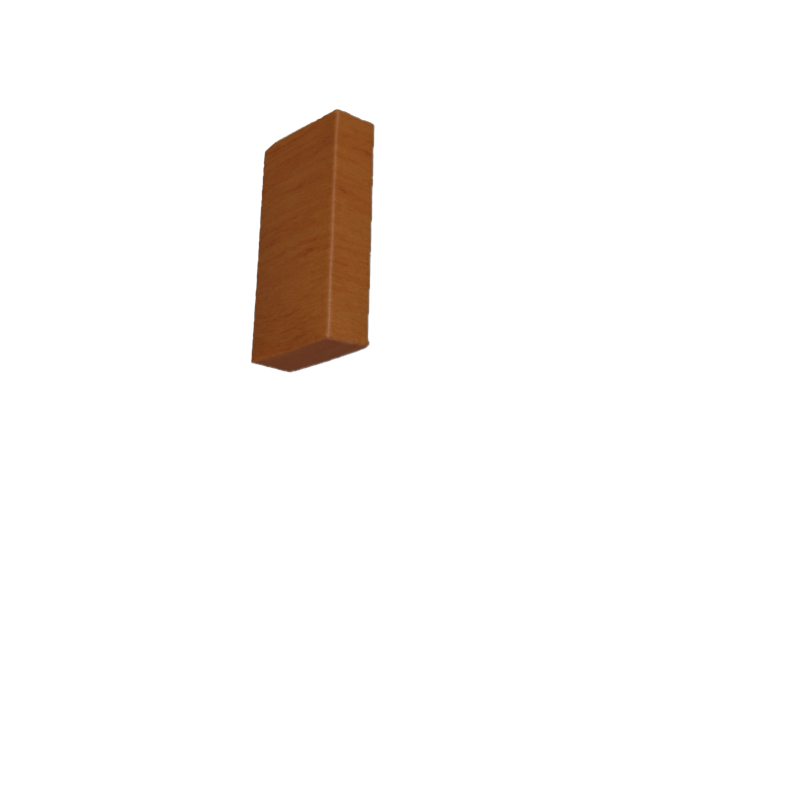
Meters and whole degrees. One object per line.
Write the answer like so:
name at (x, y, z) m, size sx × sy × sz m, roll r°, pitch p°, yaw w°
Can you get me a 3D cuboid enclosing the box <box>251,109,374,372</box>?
box at (-0.064, -0.117, 0.818) m, size 0.045 × 0.184 × 0.094 m, roll 15°, pitch -25°, yaw -39°
